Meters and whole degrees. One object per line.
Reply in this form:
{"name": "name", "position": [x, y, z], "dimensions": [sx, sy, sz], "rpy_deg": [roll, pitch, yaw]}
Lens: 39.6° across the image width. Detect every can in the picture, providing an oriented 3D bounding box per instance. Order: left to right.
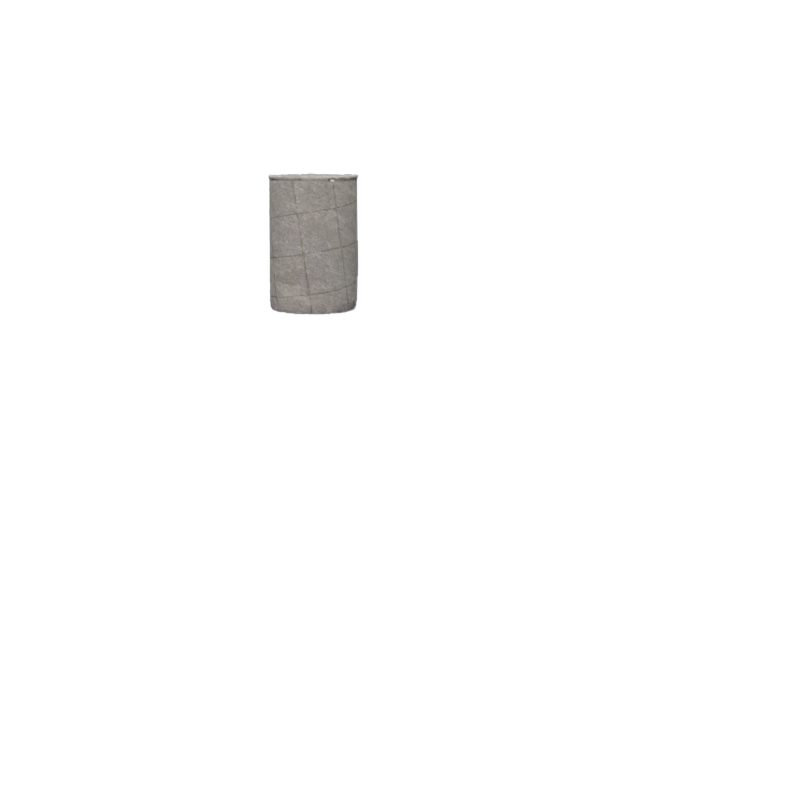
{"name": "can", "position": [-0.066, -0.120, 0.842], "dimensions": [0.068, 0.101, 0.070], "rpy_deg": [0, 8, -2]}
